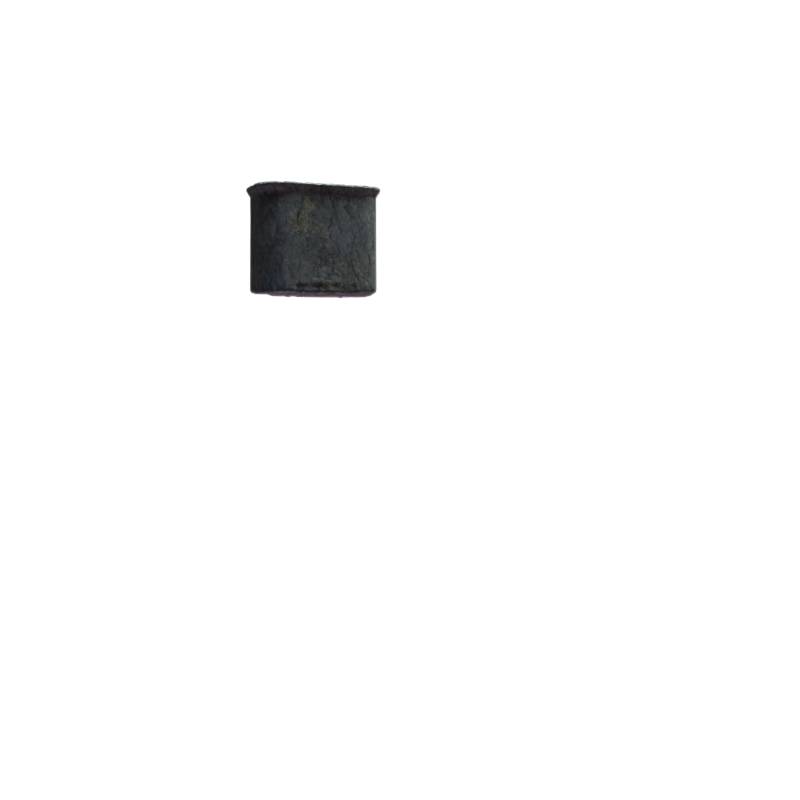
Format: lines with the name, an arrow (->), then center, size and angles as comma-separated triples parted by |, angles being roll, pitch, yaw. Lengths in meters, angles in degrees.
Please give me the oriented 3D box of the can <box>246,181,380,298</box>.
can -> -0.067, -0.123, 0.859 | 0.099, 0.085, 0.058 | 0, -4, -22
